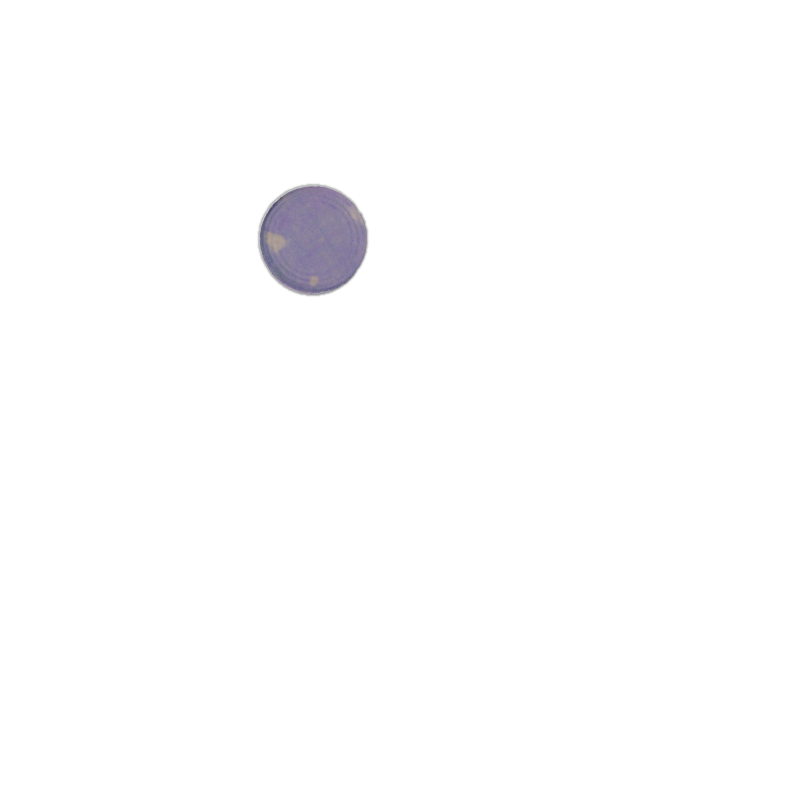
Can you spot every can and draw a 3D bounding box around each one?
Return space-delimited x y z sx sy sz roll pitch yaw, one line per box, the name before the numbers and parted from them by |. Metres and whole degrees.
can | -0.070 -0.127 0.889 0.086 0.087 0.033 0 -7 -1
